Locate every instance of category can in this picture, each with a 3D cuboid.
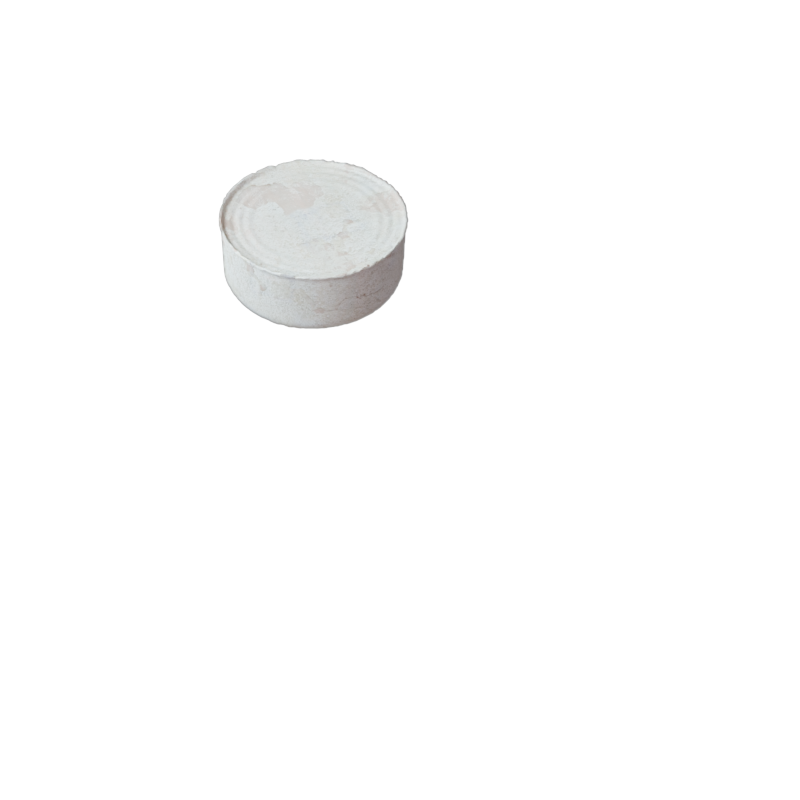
[{"bbox_3d":[-0.040,-0.073,0.513,0.086,0.031,0.092,-1,44,-1],"label":"can"}]
